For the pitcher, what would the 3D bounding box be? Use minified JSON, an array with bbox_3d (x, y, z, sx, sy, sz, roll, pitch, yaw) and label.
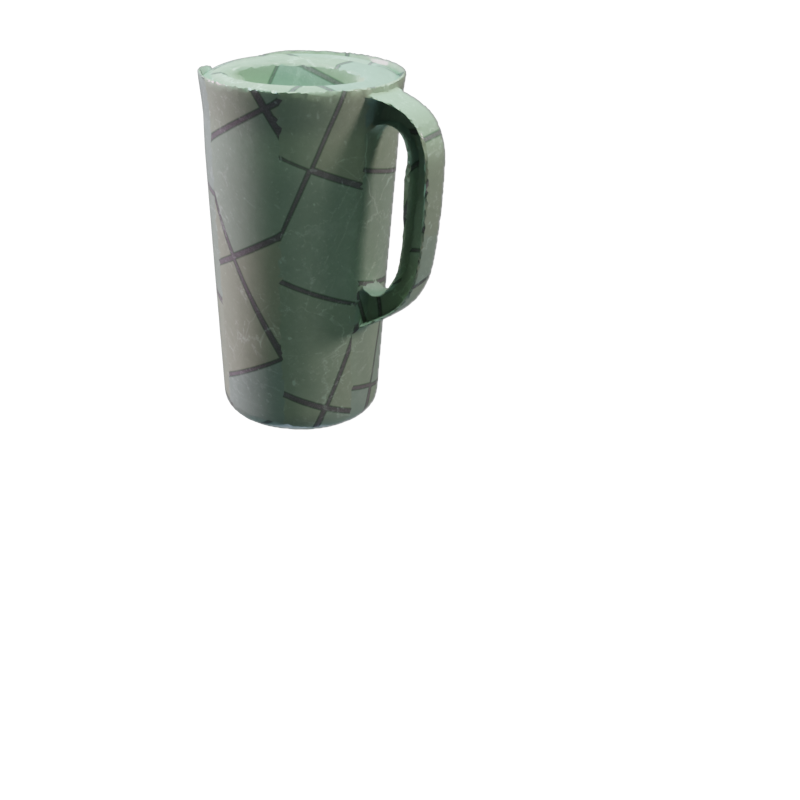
[{"bbox_3d":[-0.058,-0.105,0.738,0.143,0.232,0.158,-2,23,-9],"label":"pitcher"}]
